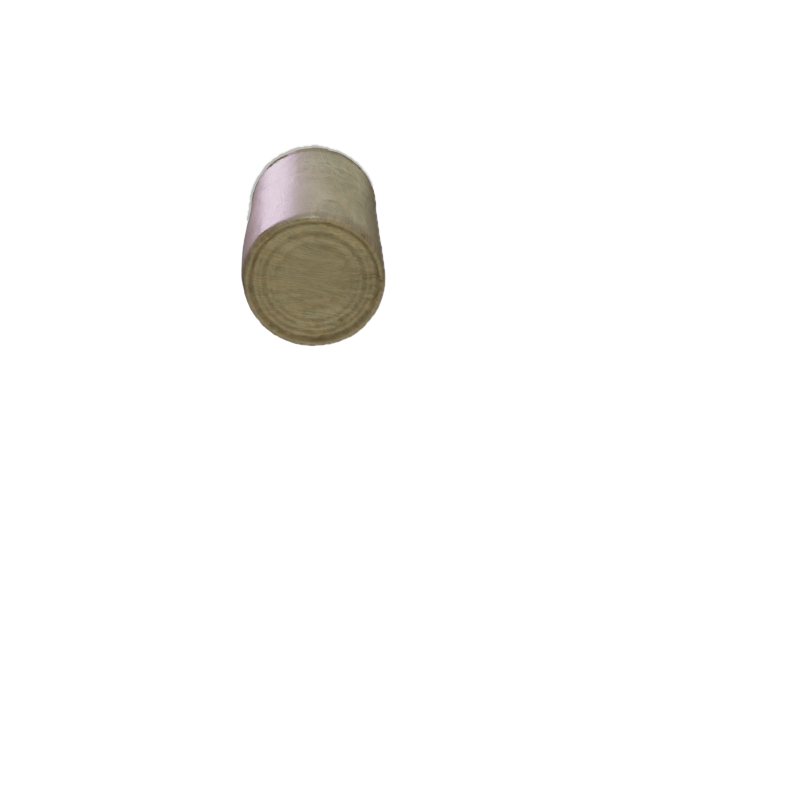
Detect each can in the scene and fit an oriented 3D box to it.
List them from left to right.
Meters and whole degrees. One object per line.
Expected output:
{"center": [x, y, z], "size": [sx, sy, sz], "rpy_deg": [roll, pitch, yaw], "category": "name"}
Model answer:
{"center": [-0.043, -0.079, 0.554], "size": [0.068, 0.065, 0.108], "rpy_deg": [0, 27, -3], "category": "can"}
